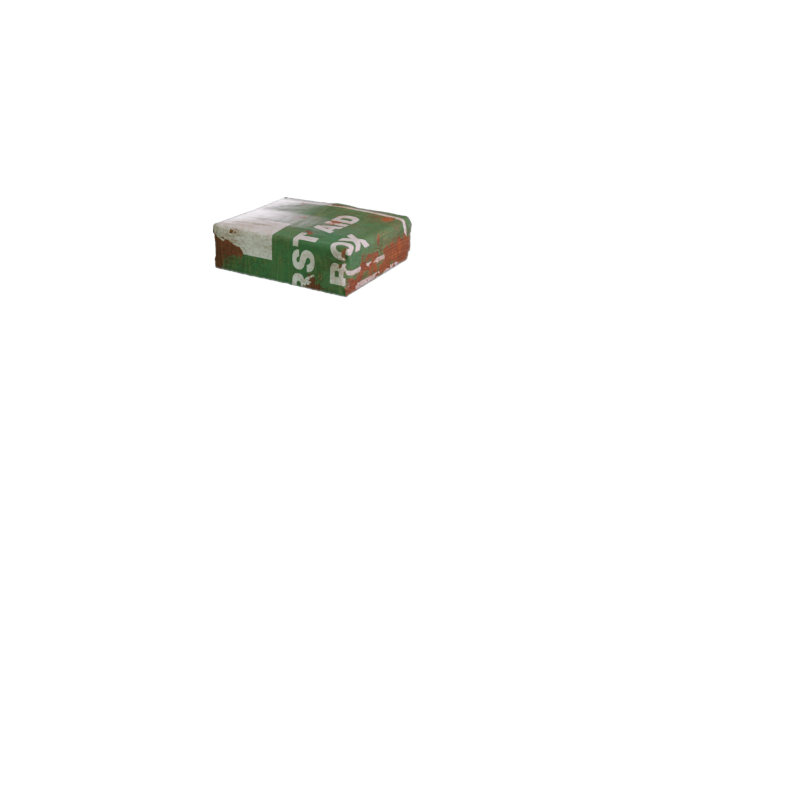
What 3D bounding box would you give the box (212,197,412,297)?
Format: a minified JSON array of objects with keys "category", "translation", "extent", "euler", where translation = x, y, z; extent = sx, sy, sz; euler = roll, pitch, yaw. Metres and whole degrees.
[{"category":"box","translation":[-0.049,-0.090,0.628],"extent":[0.093,0.029,0.073],"euler":[13,26,28]}]
